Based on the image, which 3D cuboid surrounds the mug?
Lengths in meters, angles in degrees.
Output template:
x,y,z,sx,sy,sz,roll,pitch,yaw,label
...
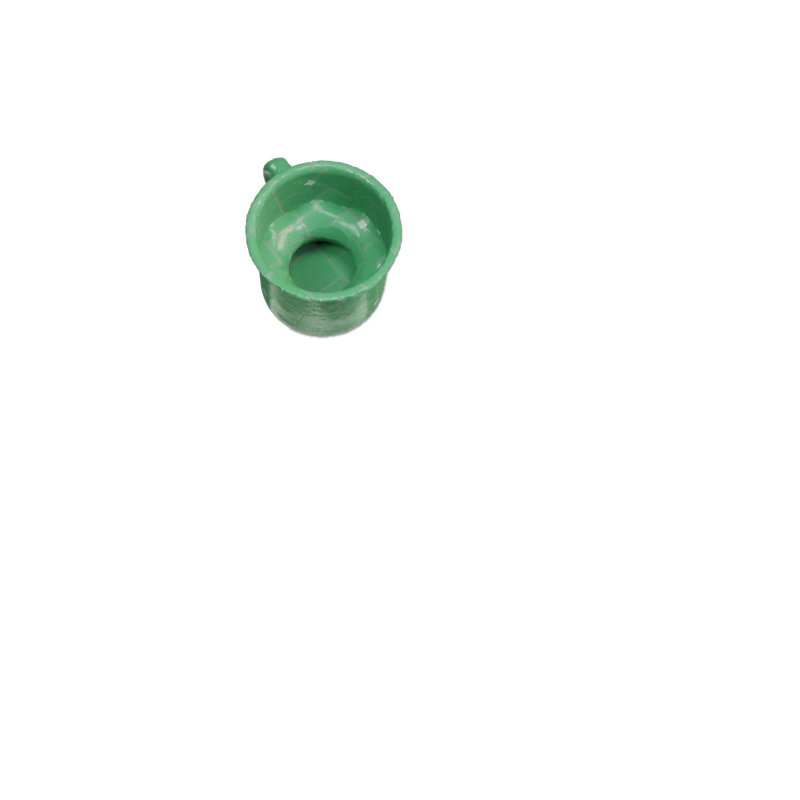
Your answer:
x,y,z,sx,sy,sz,roll,pitch,yaw,label
-0.054,-0.099,0.694,0.093,0.123,0.077,-30,-19,-13,mug
